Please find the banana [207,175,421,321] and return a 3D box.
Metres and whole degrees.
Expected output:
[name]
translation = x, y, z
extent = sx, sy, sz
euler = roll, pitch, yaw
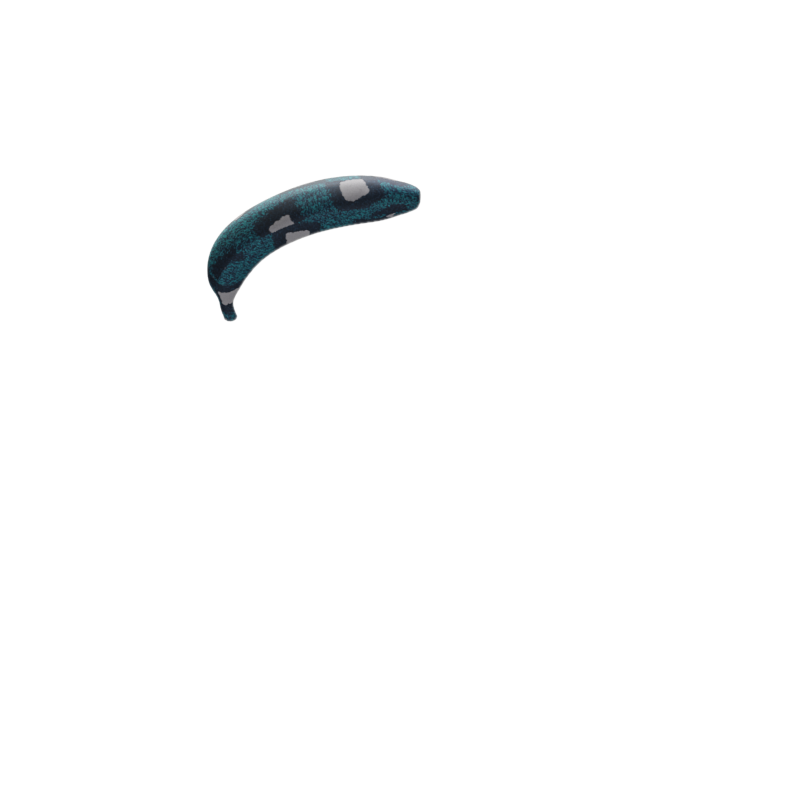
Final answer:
[banana]
translation = -0.080, -0.127, 0.835
extent = 0.198, 0.039, 0.065
euler = -26, -46, 28
